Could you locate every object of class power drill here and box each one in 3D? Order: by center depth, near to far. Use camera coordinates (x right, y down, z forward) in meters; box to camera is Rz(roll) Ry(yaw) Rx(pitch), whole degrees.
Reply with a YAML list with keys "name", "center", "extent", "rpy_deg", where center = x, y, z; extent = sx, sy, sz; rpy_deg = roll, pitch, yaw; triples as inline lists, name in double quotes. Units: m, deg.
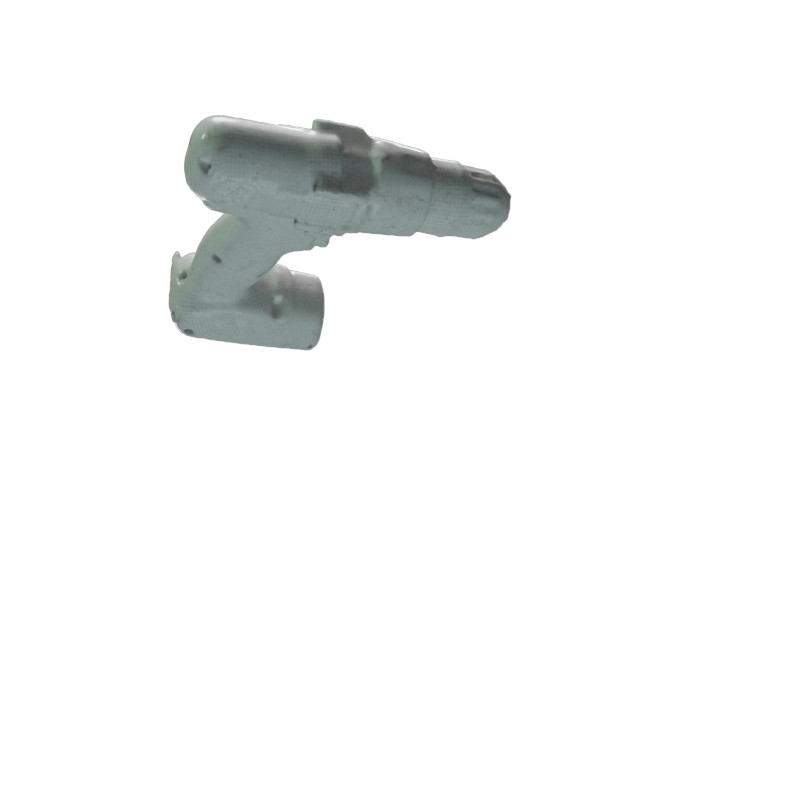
- name: "power drill"
  center: [-0.051, -0.094, 0.657]
  extent: [0.179, 0.061, 0.182]
  rpy_deg: [10, -29, -19]
